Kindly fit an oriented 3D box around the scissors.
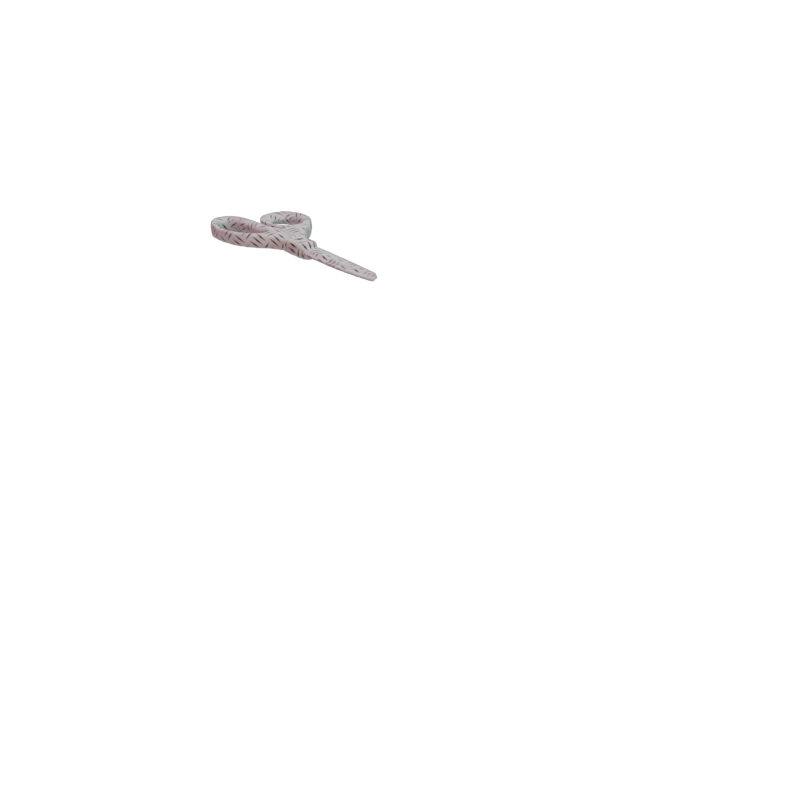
[{"bbox_3d":[-0.073,-0.132,0.926,0.213,0.015,0.095,18,30,36],"label":"scissors"}]
